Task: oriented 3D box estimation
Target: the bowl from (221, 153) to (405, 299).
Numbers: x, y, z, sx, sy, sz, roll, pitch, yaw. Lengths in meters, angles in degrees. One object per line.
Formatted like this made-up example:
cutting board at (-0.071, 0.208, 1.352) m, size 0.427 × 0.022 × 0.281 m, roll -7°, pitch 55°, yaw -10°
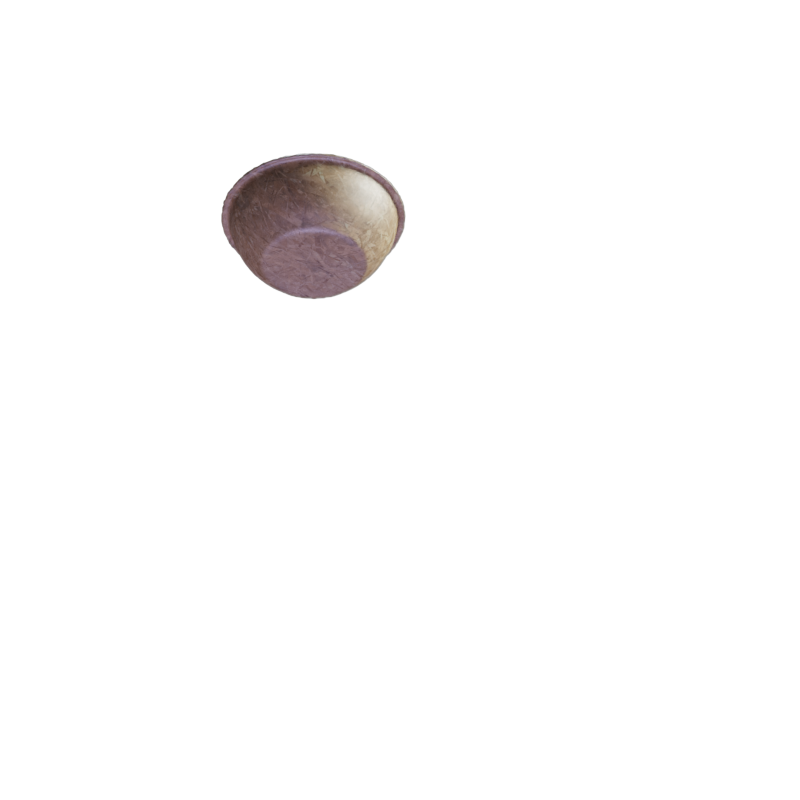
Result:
bowl at (-0.075, -0.137, 0.957) m, size 0.162 × 0.059 × 0.151 m, roll 1°, pitch -37°, yaw -2°
